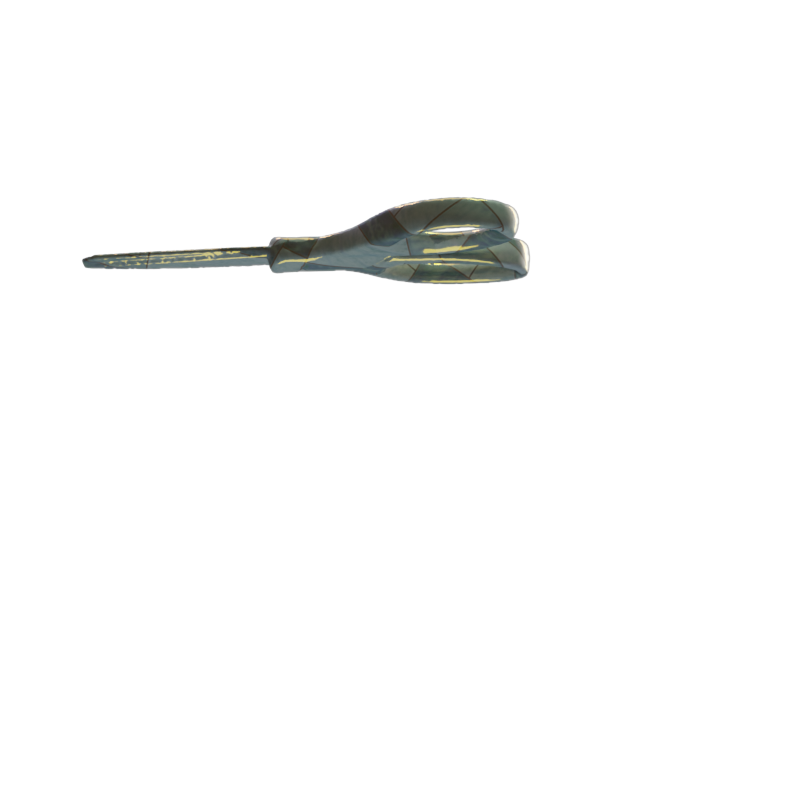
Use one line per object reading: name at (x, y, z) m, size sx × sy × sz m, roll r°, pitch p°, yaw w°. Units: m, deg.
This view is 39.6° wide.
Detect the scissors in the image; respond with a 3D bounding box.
scissors at (-0.038, -0.068, 0.479) m, size 0.199 × 0.016 × 0.094 m, roll 2°, pitch -12°, yaw -8°
